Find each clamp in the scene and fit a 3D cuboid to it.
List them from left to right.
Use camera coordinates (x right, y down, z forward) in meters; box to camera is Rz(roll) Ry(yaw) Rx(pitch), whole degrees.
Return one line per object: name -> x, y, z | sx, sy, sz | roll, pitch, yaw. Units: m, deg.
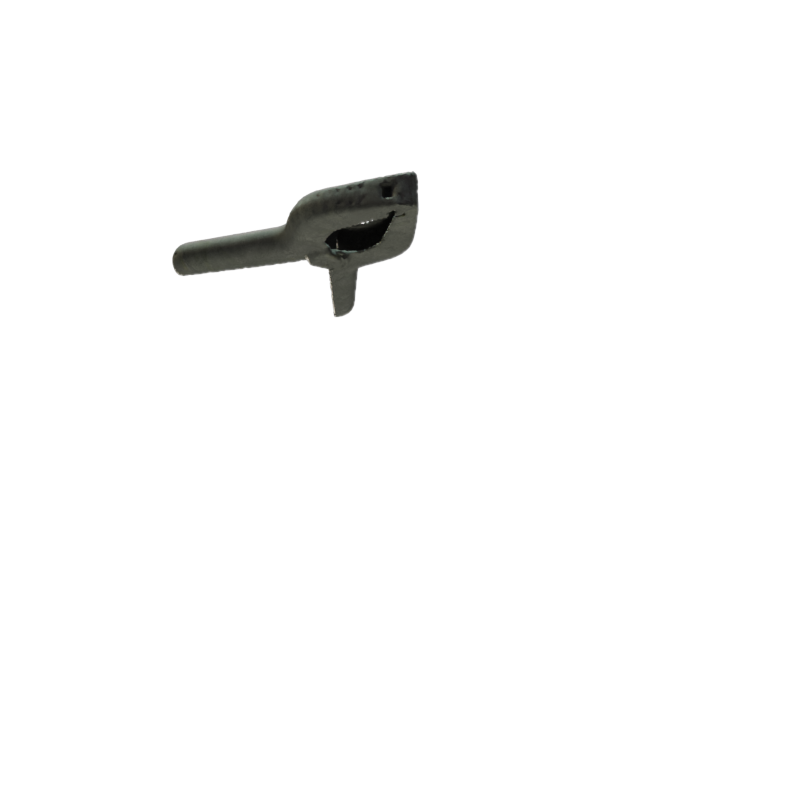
clamp -> -0.065, -0.118, 0.824 | 0.158, 0.038, 0.208 | 10, -21, -28
